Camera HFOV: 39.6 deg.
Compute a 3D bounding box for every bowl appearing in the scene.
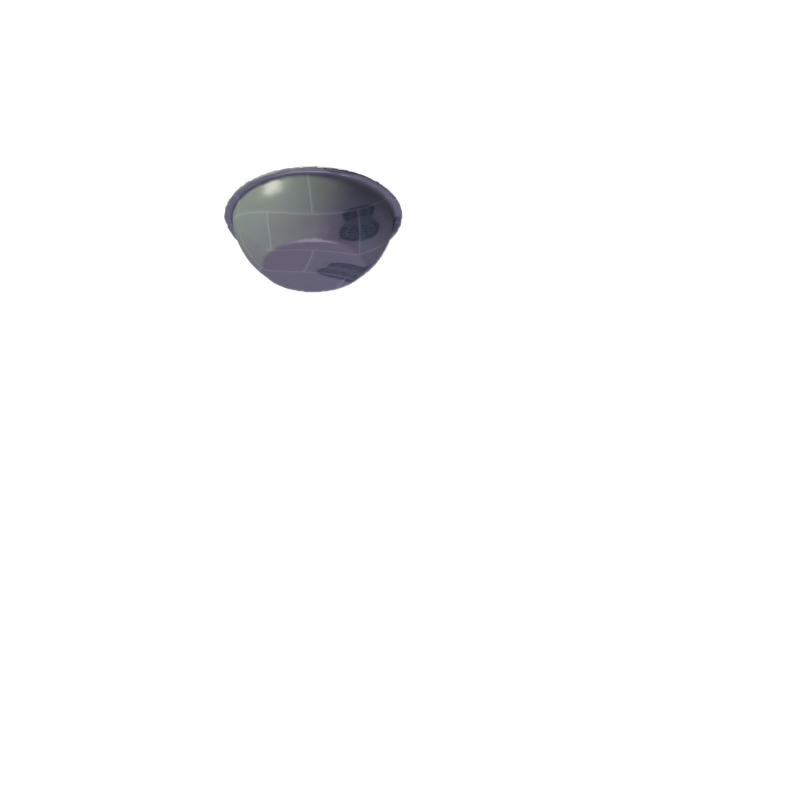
[{"bbox_3d":[-0.078,-0.142,0.994,0.162,0.058,0.153,1,-26,-2],"label":"bowl"}]
